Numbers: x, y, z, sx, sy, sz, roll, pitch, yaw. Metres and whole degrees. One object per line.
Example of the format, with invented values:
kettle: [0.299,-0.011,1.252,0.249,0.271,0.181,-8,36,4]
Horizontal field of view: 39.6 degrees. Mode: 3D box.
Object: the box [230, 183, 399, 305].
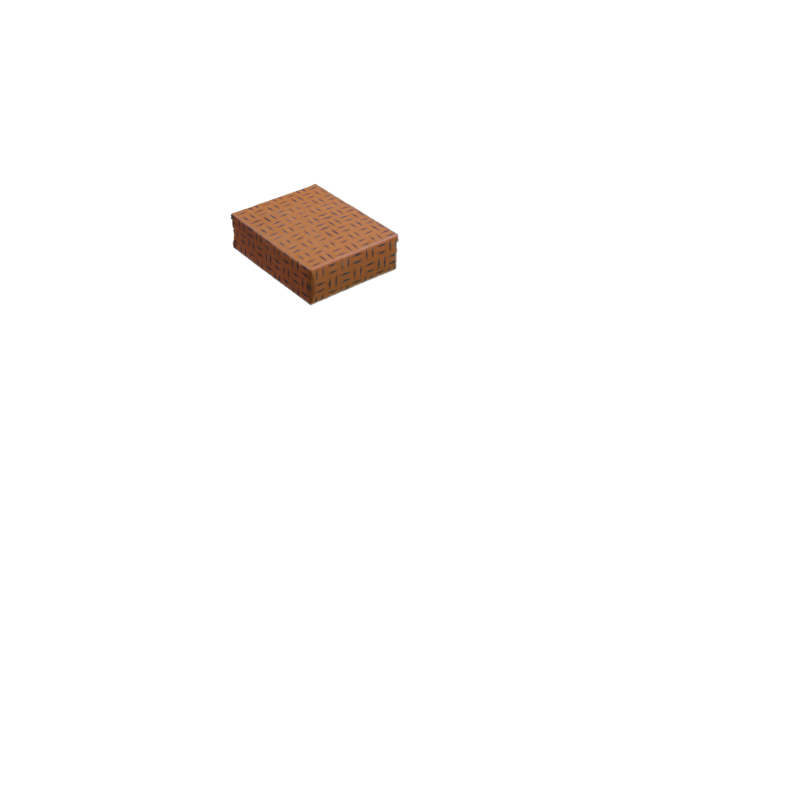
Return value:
box: [-0.071,-0.129,0.906,0.089,0.036,0.122,-24,41,-32]
